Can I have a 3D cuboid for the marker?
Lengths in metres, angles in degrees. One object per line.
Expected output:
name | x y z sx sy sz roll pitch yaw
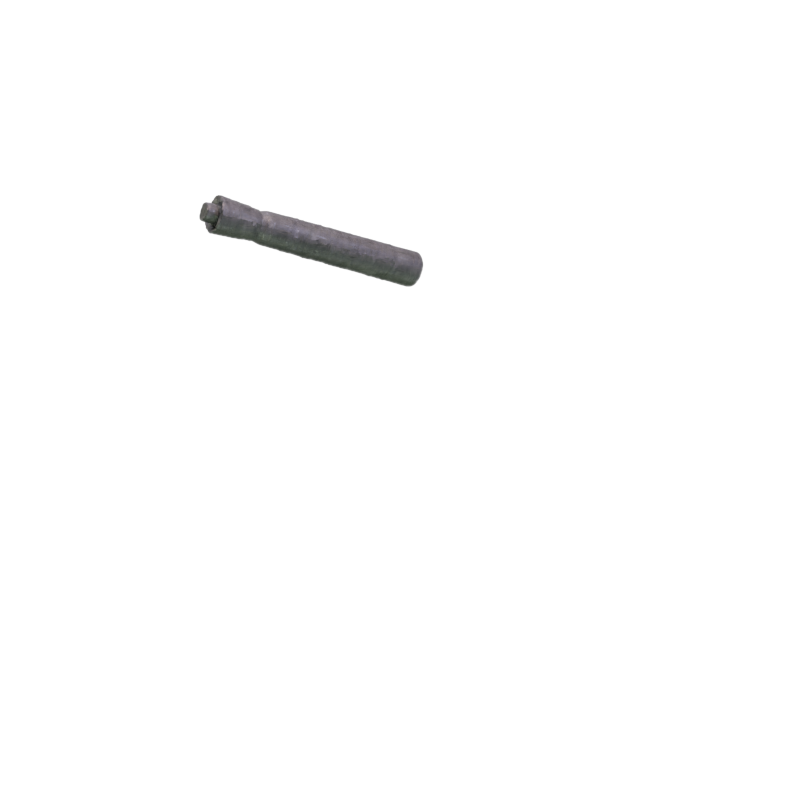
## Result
marker | -0.043 -0.078 0.549 0.115 0.020 0.020 12 -2 -28
